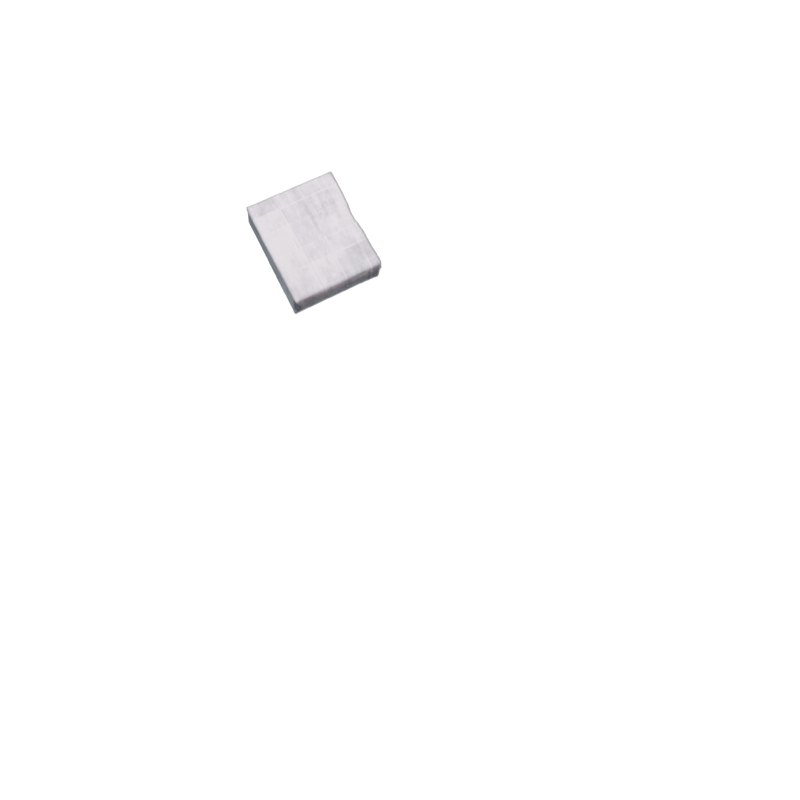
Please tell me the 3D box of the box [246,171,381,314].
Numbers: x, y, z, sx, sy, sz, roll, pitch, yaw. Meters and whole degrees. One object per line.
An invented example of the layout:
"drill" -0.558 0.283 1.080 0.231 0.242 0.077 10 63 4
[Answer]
"box" -0.066 -0.121 0.848 0.073 0.094 0.029 -25 -20 -10
